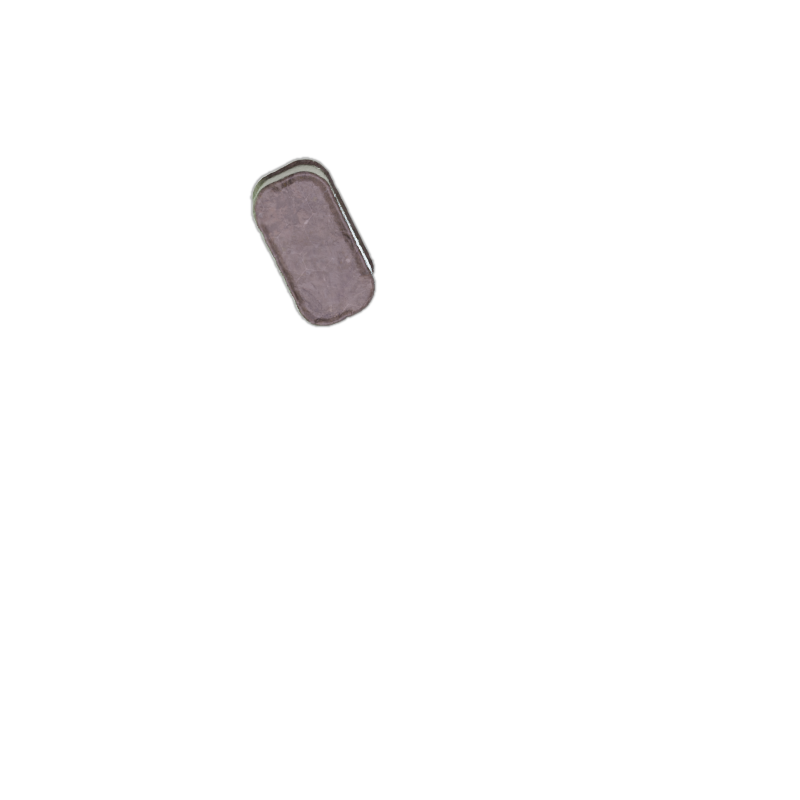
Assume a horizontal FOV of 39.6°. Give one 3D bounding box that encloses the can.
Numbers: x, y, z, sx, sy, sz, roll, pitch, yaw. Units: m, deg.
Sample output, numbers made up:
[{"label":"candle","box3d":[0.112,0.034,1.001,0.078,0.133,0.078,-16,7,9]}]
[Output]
[{"label":"can","box3d":[-0.056,-0.103,0.718,0.057,0.100,0.086,-26,10,3]}]
